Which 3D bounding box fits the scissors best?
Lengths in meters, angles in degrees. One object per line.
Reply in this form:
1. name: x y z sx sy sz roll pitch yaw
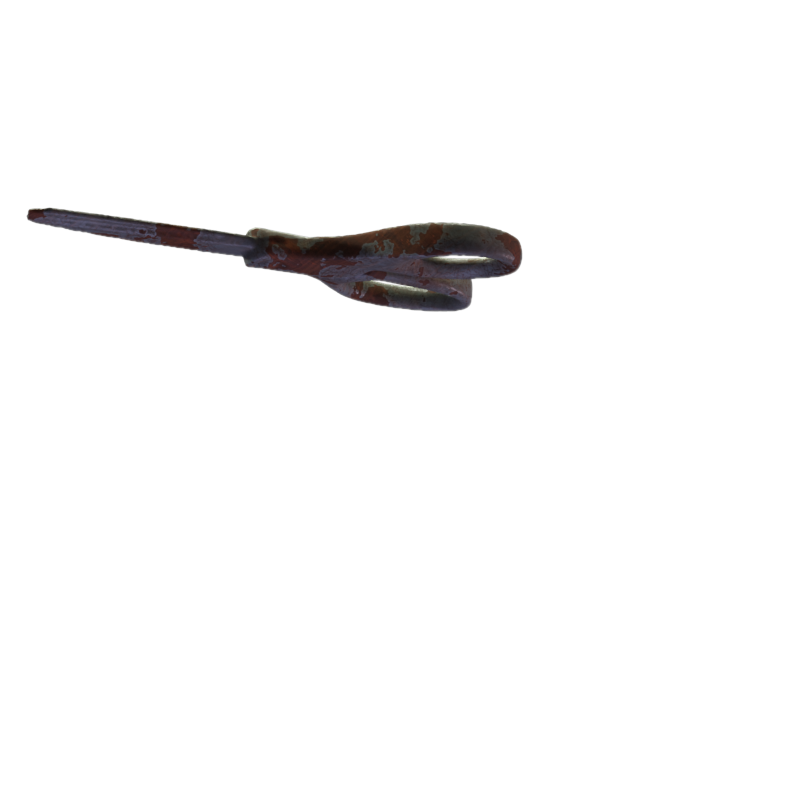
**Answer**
1. scissors: -0.034 -0.063 0.440 0.191 0.016 0.098 10 -16 -40
